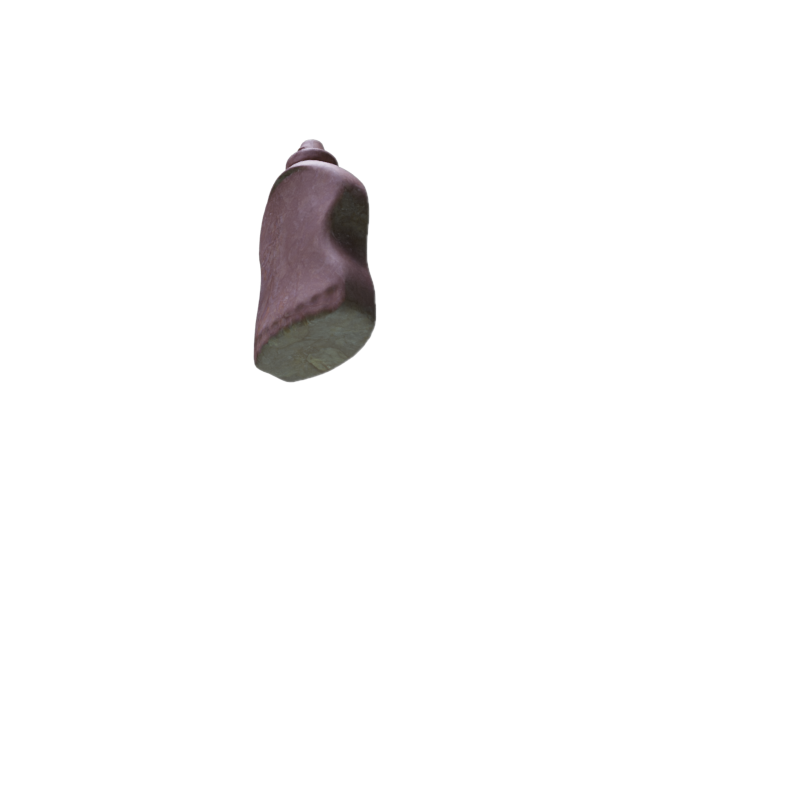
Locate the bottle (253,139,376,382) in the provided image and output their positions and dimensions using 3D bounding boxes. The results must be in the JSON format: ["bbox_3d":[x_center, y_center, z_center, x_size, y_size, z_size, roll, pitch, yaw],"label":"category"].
[{"bbox_3d":[-0.063,-0.115,0.802,0.055,0.205,0.095,27,-45,-34],"label":"bottle"}]
